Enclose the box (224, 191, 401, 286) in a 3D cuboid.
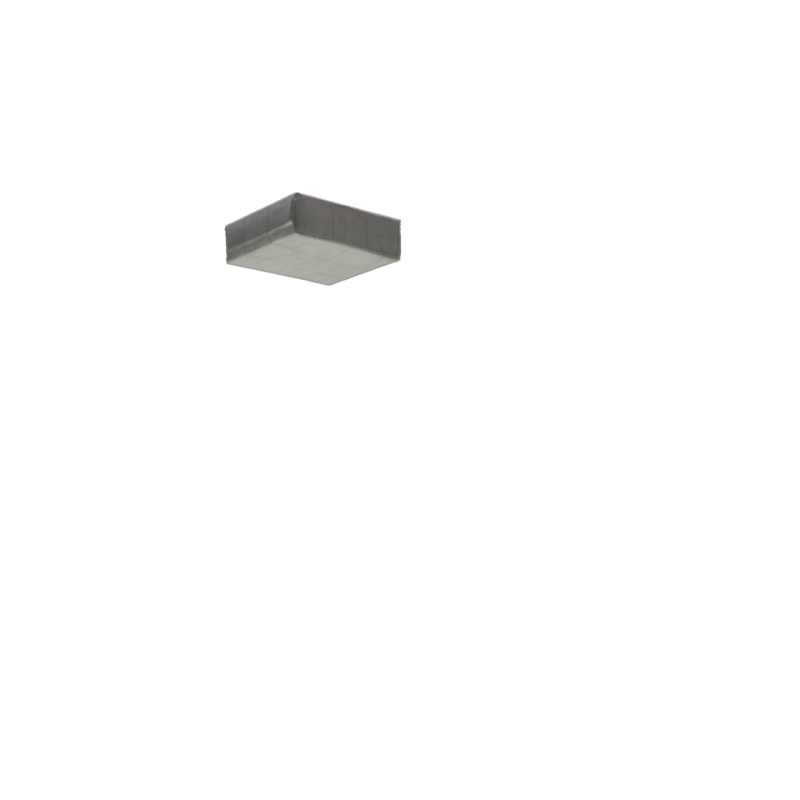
[{"bbox_3d":[-0.068,-0.125,0.875,0.107,0.040,0.091,11,-17,-41],"label":"box"}]
